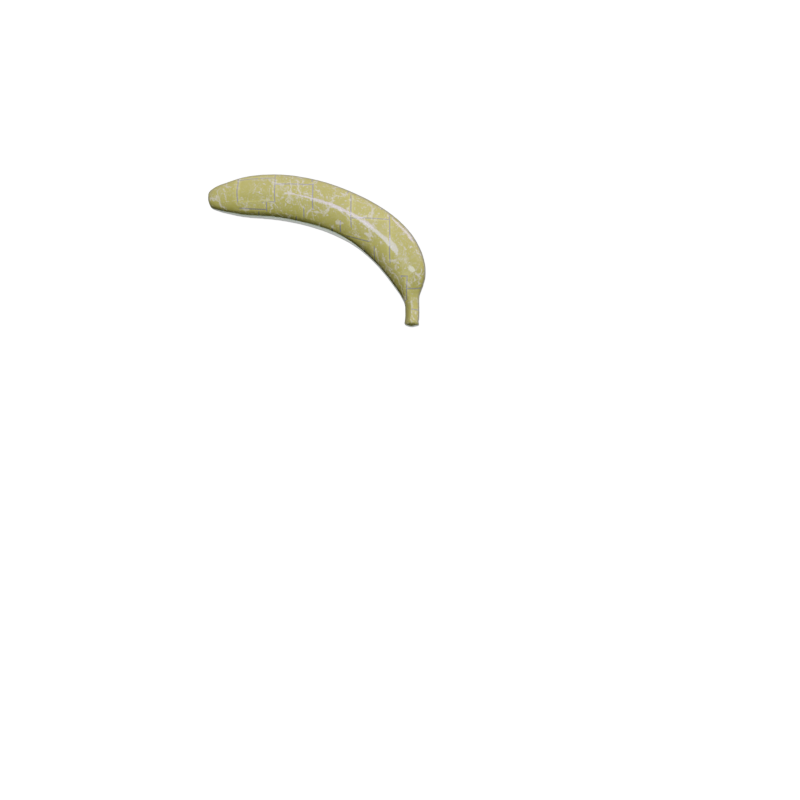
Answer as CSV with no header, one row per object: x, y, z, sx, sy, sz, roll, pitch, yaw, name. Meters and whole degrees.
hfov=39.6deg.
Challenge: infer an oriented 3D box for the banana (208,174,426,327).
-0.055,-0.136,0.869,0.204,0.071,0.035,31,-22,14,banana
